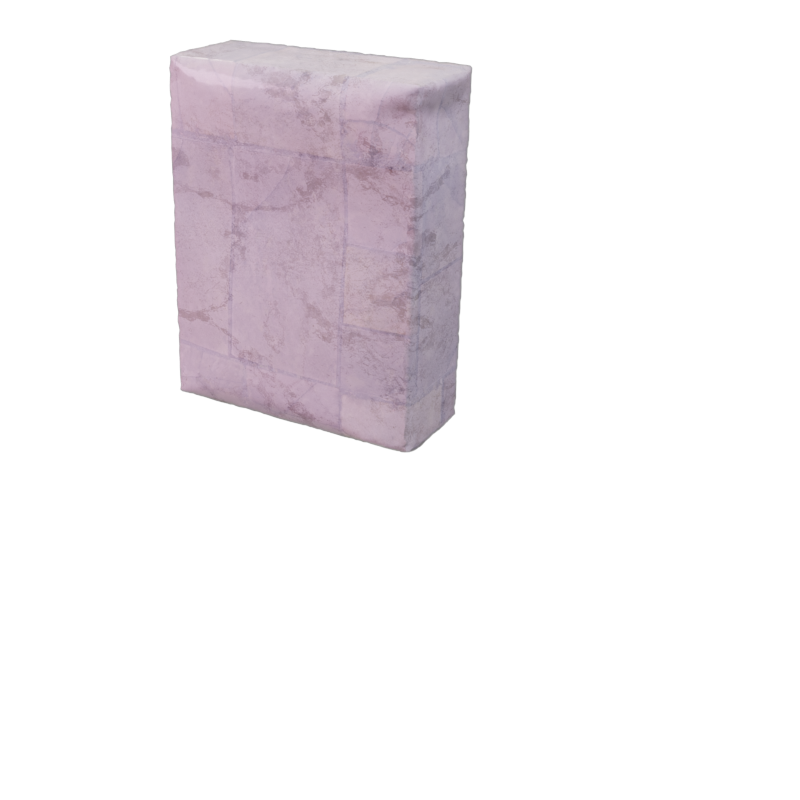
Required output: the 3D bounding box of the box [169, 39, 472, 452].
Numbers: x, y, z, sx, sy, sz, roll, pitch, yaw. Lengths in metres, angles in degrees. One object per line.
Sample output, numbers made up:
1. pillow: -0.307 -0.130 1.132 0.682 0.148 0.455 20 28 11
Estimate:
1. box: -0.050 -0.092 0.645 0.172 0.204 0.072 14 24 28
